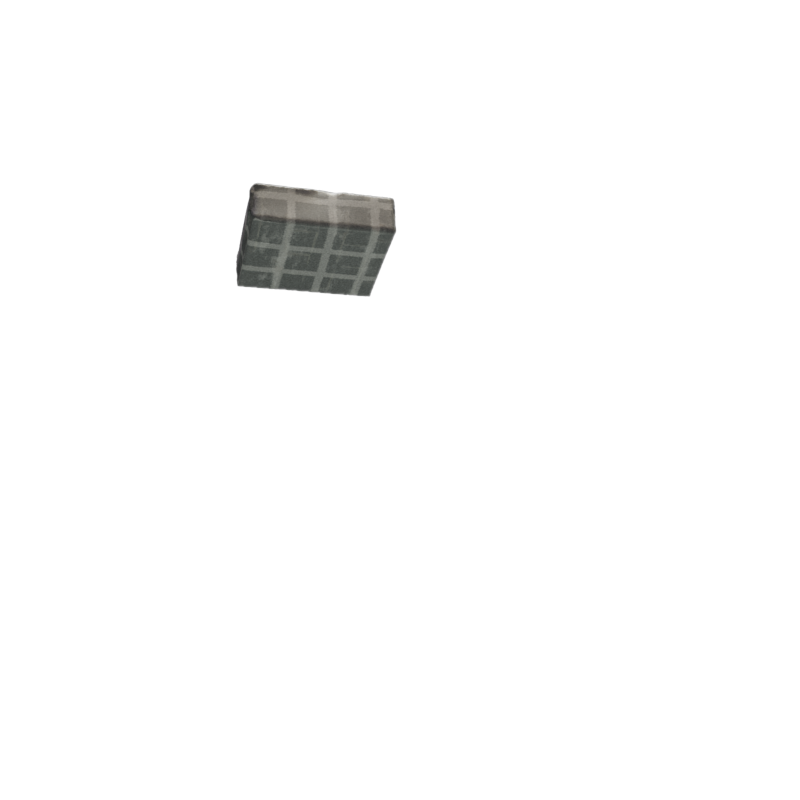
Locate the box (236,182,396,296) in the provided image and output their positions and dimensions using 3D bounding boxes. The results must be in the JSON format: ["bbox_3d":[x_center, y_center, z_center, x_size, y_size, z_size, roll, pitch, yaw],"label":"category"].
[{"bbox_3d":[-0.054,-0.098,0.685,0.088,0.032,0.069,5,-31,-10],"label":"box"}]
